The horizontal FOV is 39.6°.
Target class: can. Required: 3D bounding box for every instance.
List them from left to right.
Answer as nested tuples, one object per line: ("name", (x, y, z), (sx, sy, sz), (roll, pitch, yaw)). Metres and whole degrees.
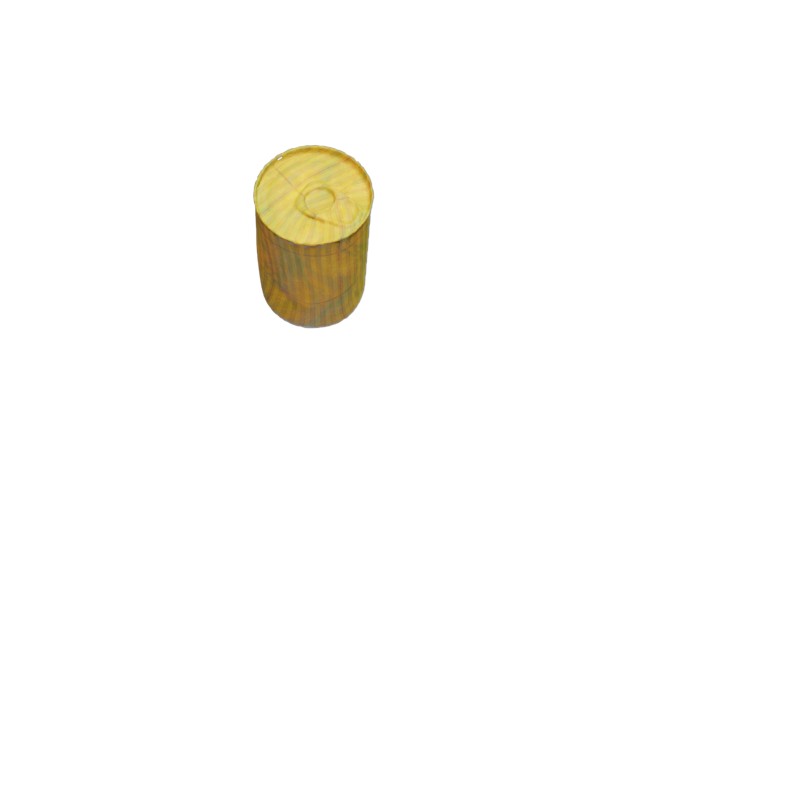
("can", (-0.052, -0.095, 0.664), (0.068, 0.073, 0.096), (0, -28, -3))
